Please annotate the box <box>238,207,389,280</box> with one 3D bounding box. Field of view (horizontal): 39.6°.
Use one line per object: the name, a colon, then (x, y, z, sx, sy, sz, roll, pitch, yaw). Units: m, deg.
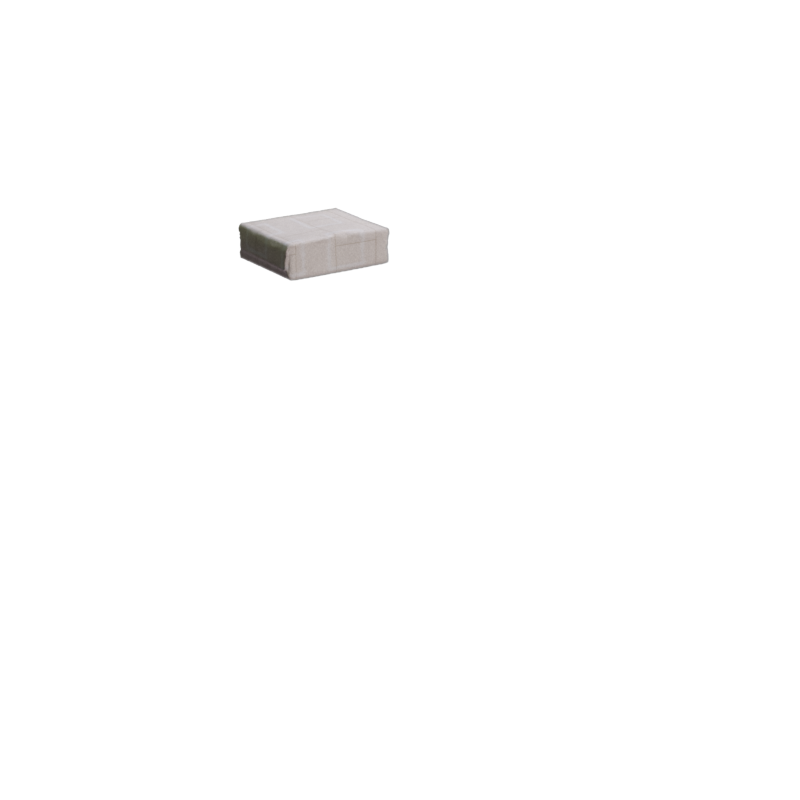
box: (-0.064, -0.117, 0.821, 0.087, 0.029, 0.078, -14, 26, -31)
